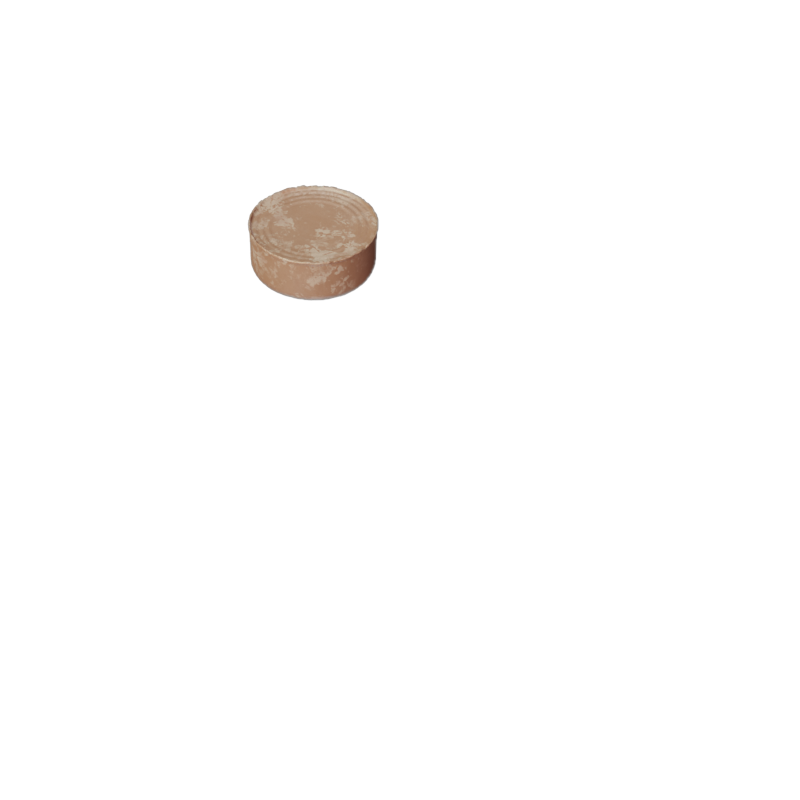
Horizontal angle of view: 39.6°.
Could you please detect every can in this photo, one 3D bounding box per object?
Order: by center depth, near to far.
[{"bbox_3d":[-0.058,-0.105,0.736,0.086,0.031,0.092,-1,42,-2],"label":"can"}]
